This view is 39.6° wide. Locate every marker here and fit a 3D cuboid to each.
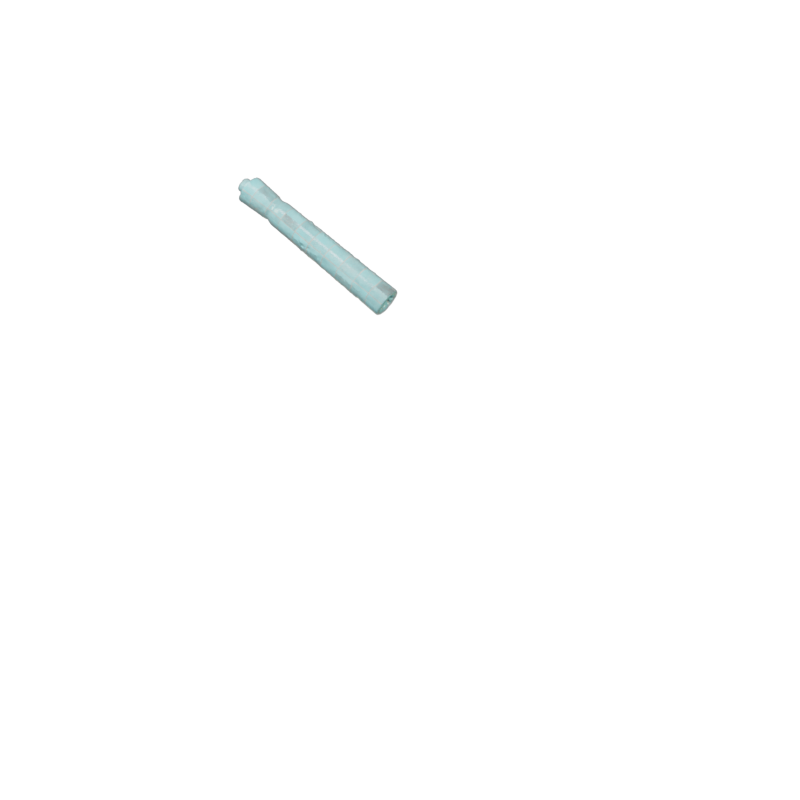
[{"bbox_3d":[-0.053,-0.097,0.677,0.126,0.019,0.019,41,17,17],"label":"marker"}]
